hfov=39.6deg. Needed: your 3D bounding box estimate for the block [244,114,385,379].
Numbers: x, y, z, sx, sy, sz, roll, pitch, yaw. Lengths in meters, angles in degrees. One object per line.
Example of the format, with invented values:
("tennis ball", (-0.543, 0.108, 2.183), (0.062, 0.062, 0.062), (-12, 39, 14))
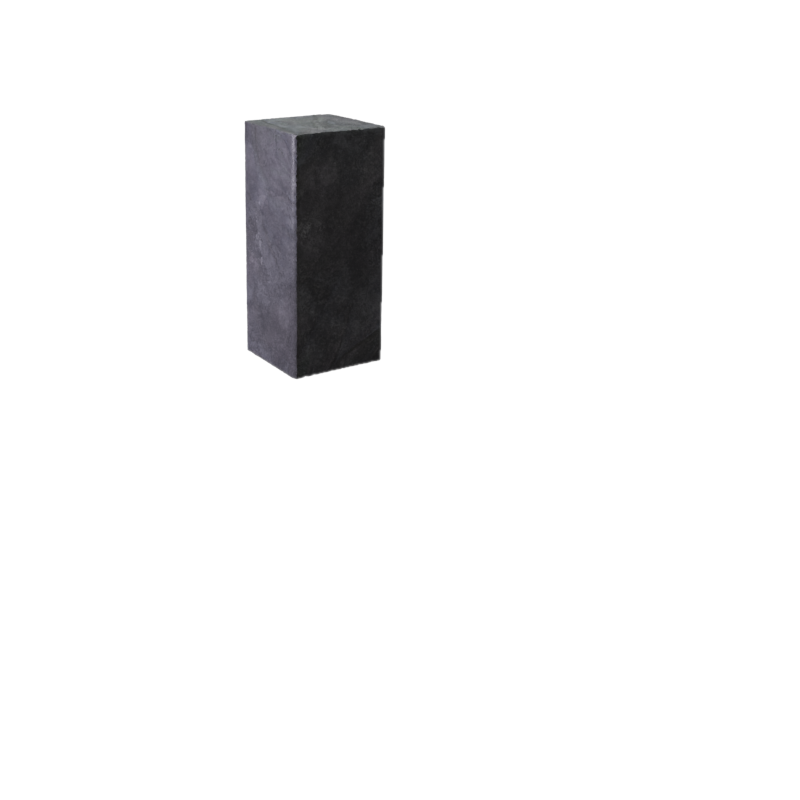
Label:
("block", (-0.075, -0.137, 0.957), (0.088, 0.199, 0.096), (-10, 20, -33))
